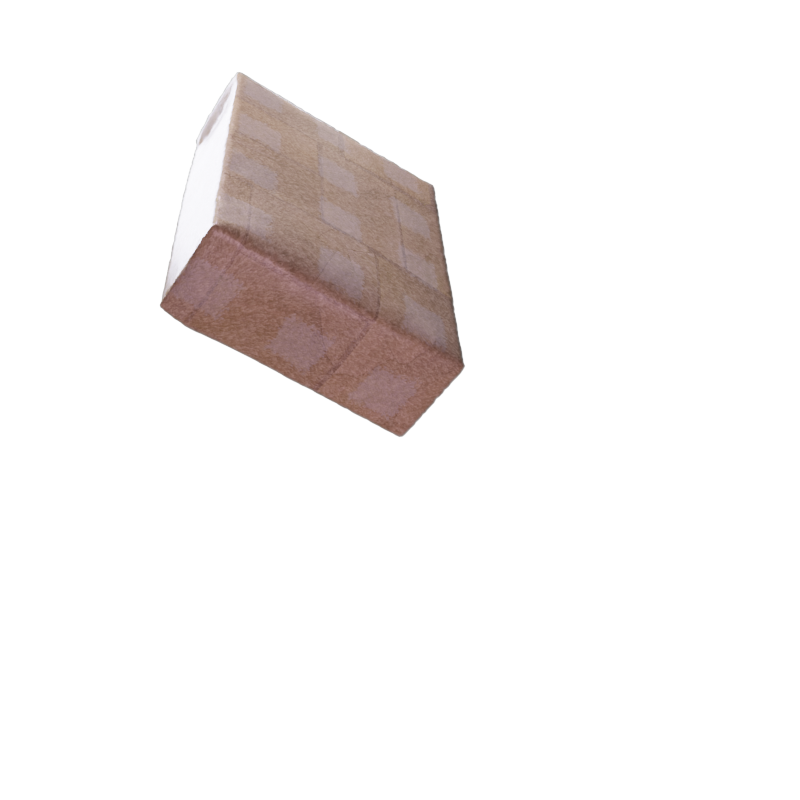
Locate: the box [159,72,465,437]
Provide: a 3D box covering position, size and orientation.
[{"bbox_3d":[-0.054,-0.098,0.687,0.158,0.070,0.228,27,30,-20],"label":"box"}]
